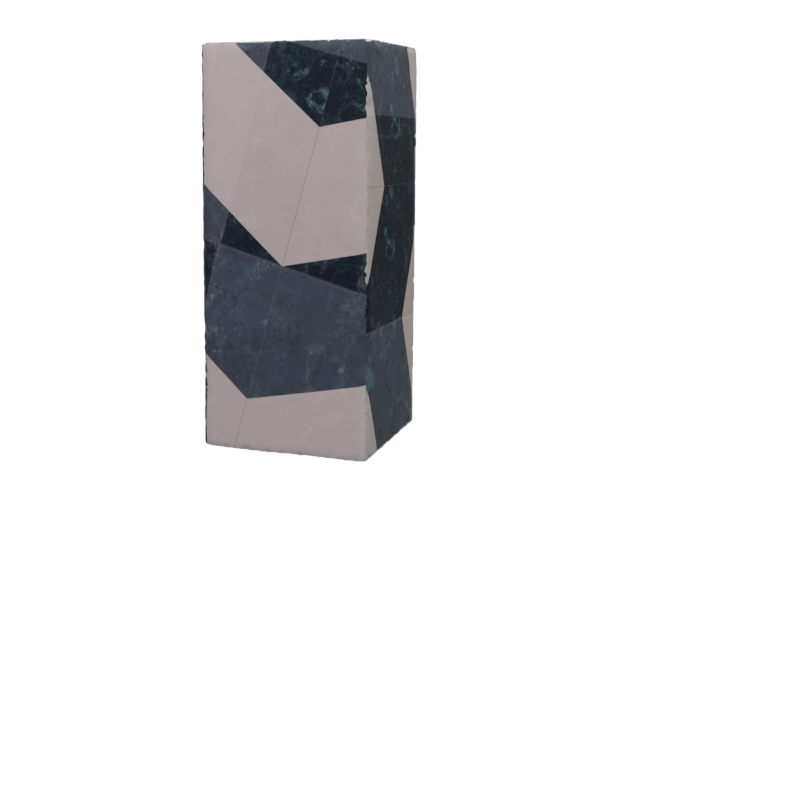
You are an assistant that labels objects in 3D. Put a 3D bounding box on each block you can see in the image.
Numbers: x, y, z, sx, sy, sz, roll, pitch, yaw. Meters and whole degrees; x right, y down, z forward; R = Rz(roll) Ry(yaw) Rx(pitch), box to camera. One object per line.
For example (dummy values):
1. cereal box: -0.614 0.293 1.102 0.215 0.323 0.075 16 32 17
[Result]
1. block: -0.045 -0.084 0.587 0.093 0.203 0.090 3 8 19
